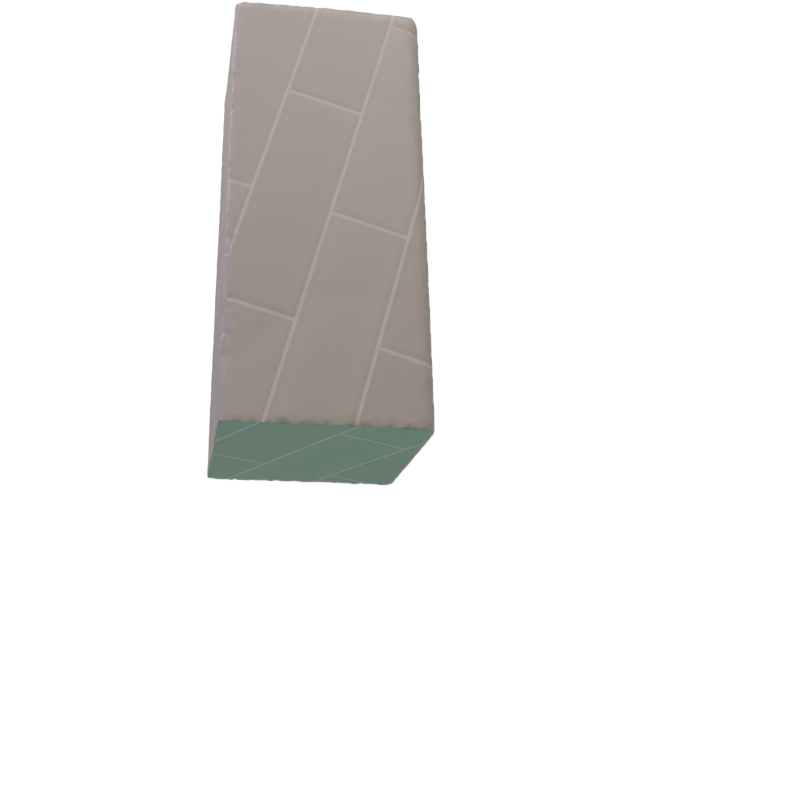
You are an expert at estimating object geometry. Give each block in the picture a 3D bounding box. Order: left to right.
[{"bbox_3d":[-0.040,-0.075,0.522,0.089,0.218,0.087,3,-25,-10],"label":"block"}]
